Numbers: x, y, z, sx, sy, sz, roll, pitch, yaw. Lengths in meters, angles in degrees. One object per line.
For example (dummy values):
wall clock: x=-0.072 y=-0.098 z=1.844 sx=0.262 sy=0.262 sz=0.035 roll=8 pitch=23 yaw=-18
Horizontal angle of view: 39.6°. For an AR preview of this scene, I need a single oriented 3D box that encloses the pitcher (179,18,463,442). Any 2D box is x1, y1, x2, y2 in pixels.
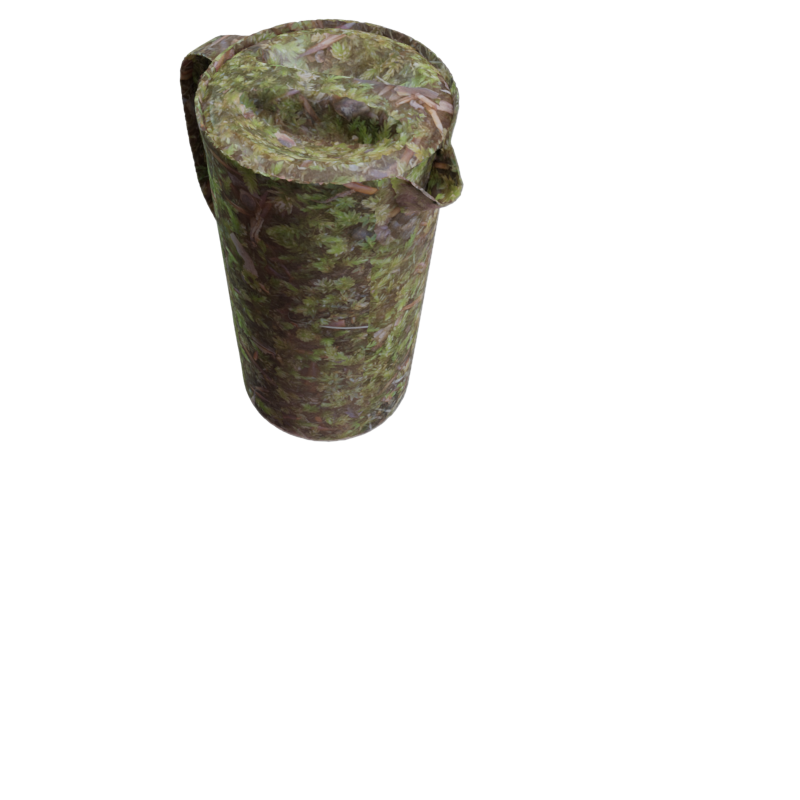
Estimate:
pitcher: x=-0.050 y=-0.092 z=0.643 sx=0.144 sy=0.161 sz=0.226 roll=-2 pitch=-40 yaw=-5
